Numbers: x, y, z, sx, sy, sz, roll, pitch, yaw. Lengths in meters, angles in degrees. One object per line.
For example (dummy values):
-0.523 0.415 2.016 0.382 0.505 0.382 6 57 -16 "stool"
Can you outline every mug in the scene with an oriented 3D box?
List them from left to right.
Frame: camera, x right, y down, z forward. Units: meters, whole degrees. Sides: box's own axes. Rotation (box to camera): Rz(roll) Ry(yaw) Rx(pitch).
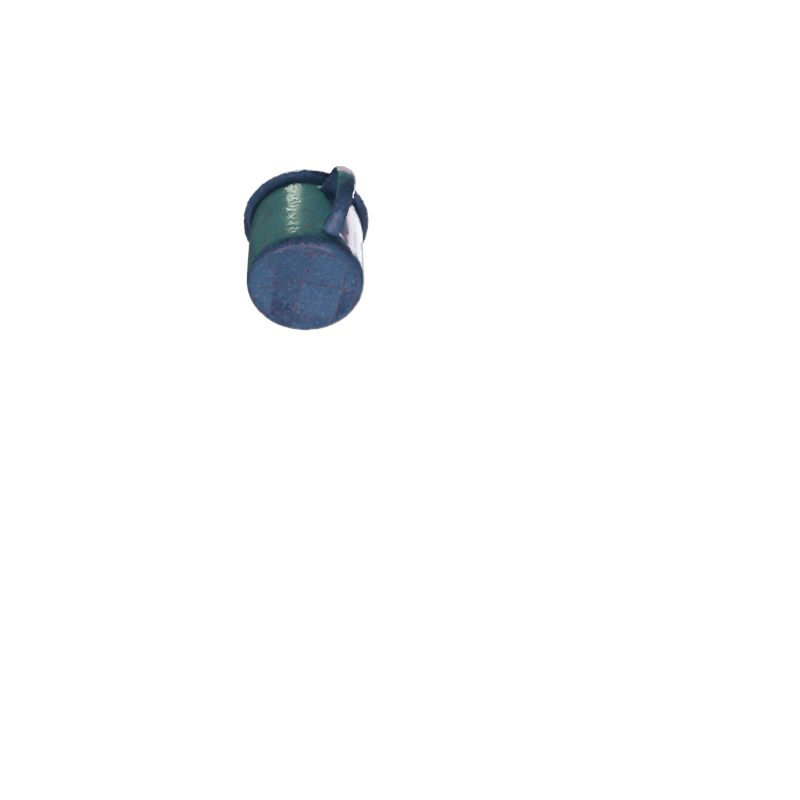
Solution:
-0.061 -0.112 0.785 0.090 0.113 0.087 23 35 -19 "mug"
